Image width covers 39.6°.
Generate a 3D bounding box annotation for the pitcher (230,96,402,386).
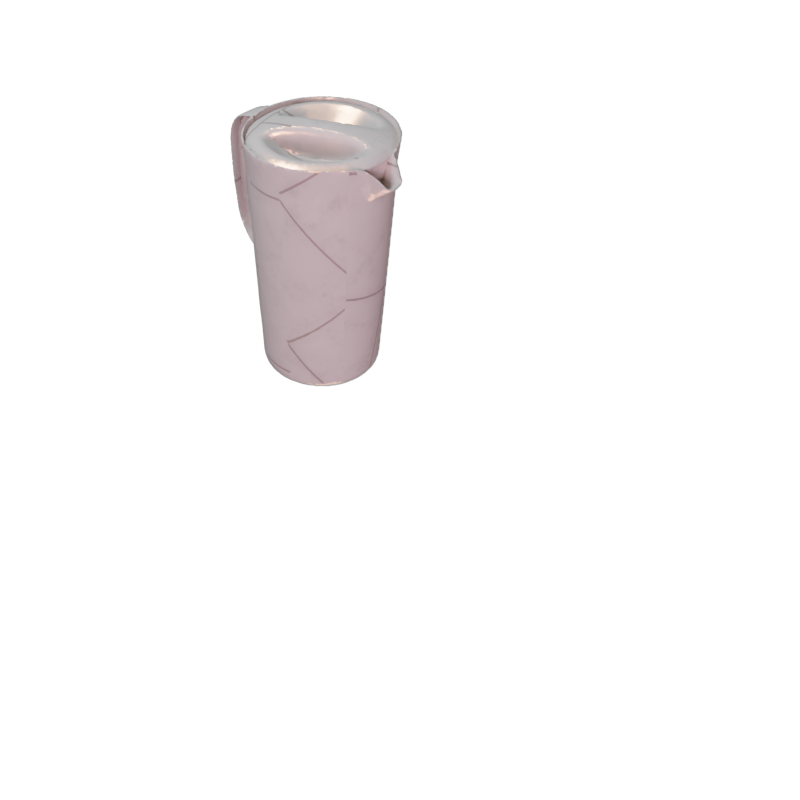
[{"bbox_3d":[-0.077,-0.140,0.981,0.144,0.227,0.160,0,37,-4],"label":"pitcher"}]
